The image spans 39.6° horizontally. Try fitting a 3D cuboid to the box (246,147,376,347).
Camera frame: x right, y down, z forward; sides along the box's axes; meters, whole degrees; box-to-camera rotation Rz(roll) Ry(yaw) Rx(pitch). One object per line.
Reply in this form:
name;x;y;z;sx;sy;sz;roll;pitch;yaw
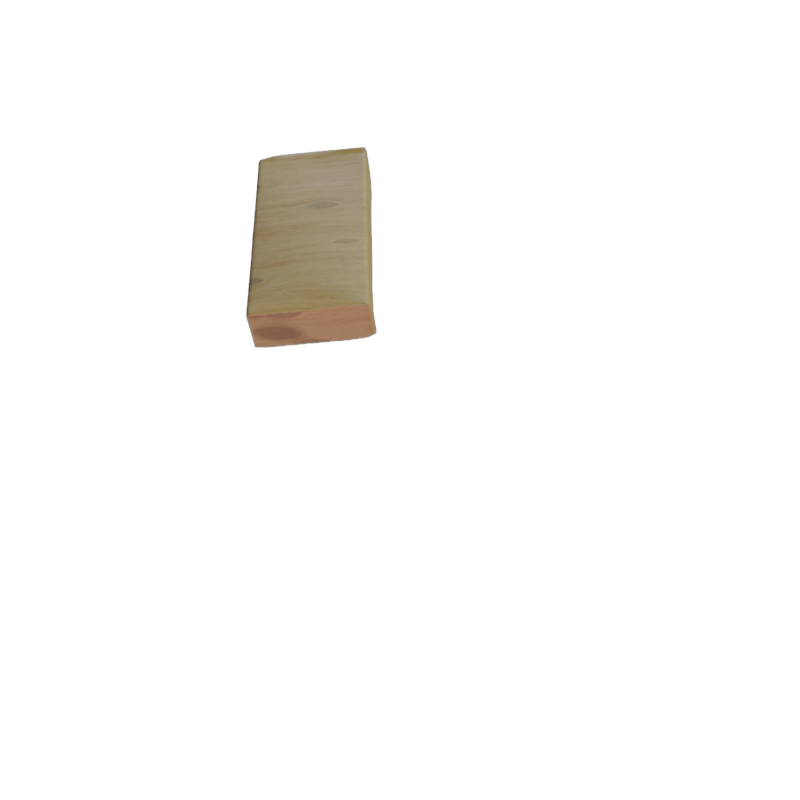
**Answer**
box;-0.068;-0.124;0.869;0.094;0.189;0.044;-6;-39;4
